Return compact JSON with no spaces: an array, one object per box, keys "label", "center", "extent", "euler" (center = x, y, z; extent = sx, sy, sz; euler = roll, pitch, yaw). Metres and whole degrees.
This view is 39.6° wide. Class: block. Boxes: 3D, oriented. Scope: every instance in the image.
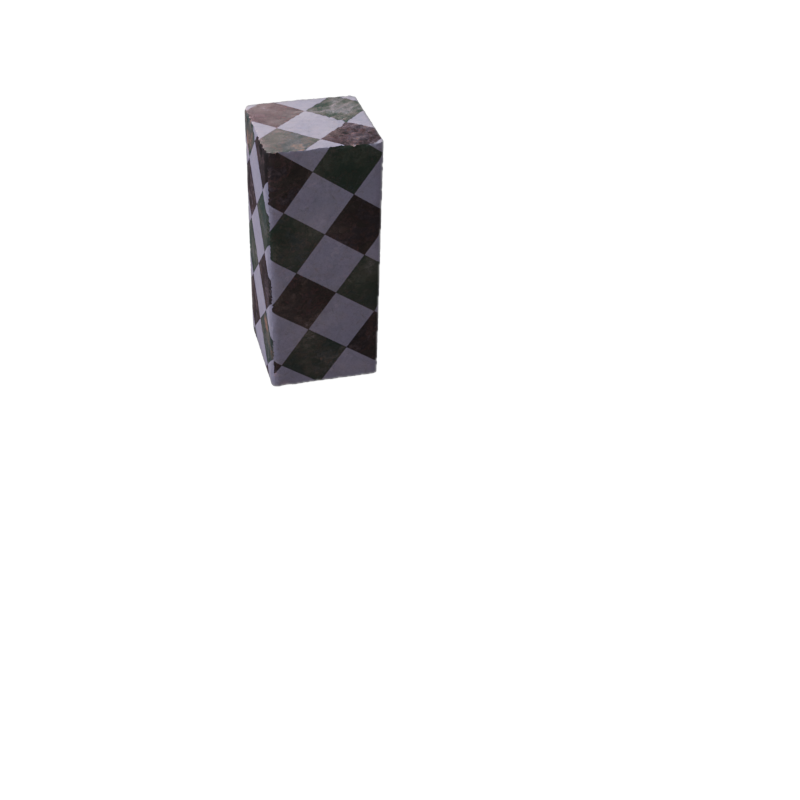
[{"label":"block","center":[-0.069,-0.125,0.874],"extent":[0.089,0.193,0.098],"euler":[-7,35,-14]}]
